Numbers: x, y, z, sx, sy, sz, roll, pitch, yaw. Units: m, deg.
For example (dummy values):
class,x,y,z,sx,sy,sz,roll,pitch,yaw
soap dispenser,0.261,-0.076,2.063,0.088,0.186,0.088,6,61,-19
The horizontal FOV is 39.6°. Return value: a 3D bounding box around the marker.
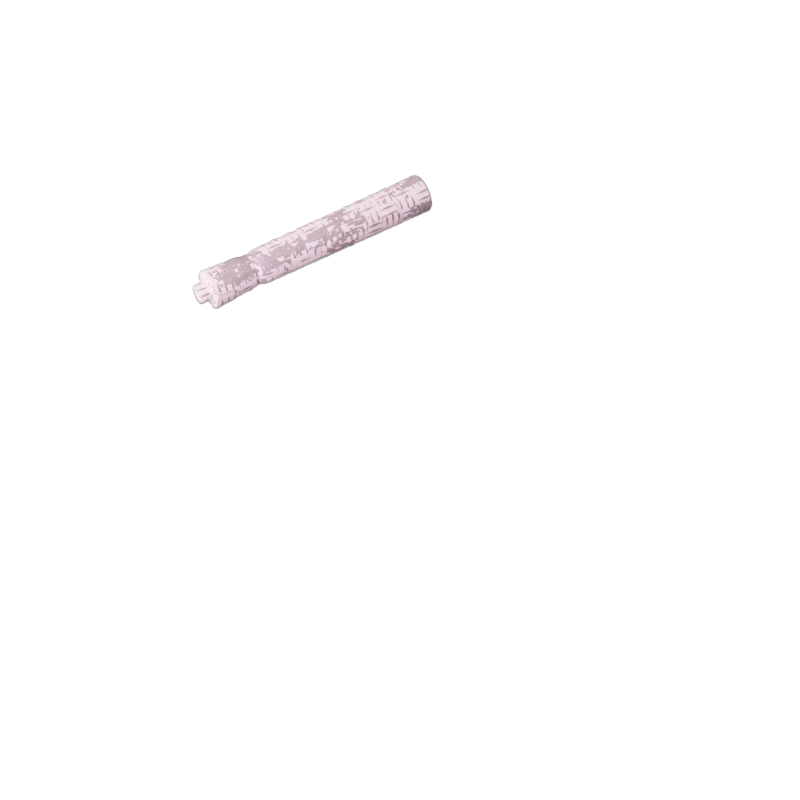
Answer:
class,x,y,z,sx,sy,sz,roll,pitch,yaw
marker,-0.040,-0.073,0.512,0.121,0.019,0.020,-27,14,-19
